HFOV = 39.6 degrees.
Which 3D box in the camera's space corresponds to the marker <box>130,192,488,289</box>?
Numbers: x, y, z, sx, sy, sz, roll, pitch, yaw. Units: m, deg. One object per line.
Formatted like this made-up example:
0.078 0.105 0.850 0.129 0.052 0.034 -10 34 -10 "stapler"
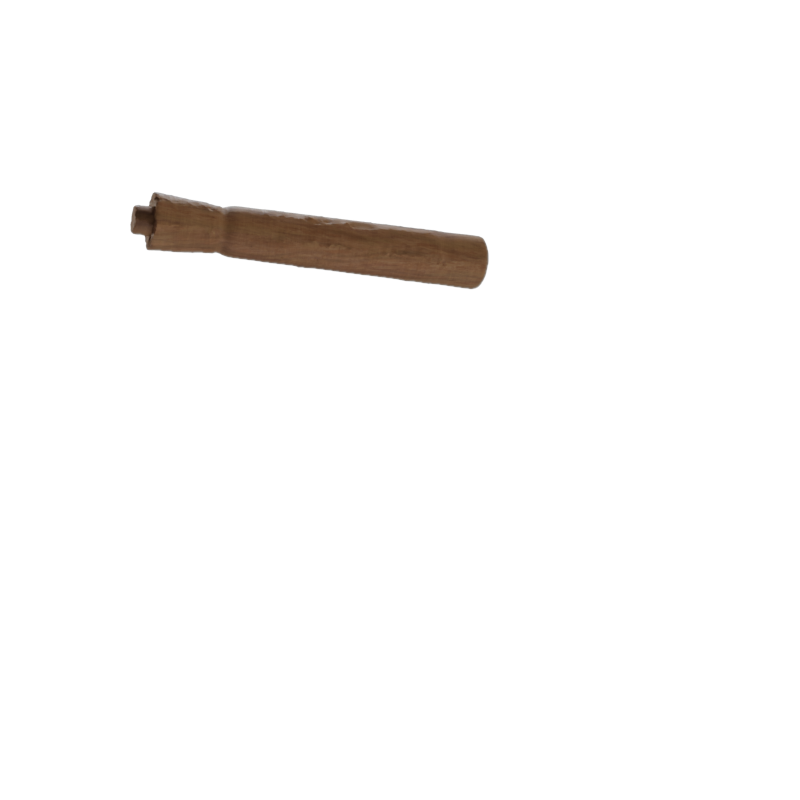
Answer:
-0.029 -0.053 0.369 0.118 0.020 0.020 5 2 -18 "marker"
